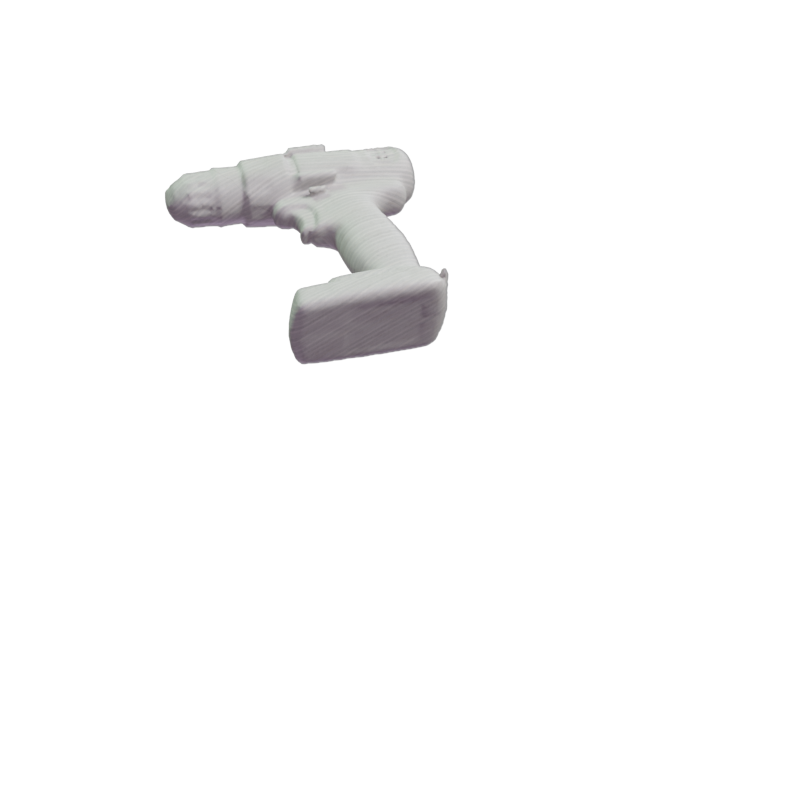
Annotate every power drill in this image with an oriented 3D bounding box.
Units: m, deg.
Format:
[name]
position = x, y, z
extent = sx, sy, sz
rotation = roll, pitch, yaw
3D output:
[power drill]
position = -0.060, -0.109, 0.761
extent = 0.182, 0.053, 0.203
rotation = -11, 44, -11
